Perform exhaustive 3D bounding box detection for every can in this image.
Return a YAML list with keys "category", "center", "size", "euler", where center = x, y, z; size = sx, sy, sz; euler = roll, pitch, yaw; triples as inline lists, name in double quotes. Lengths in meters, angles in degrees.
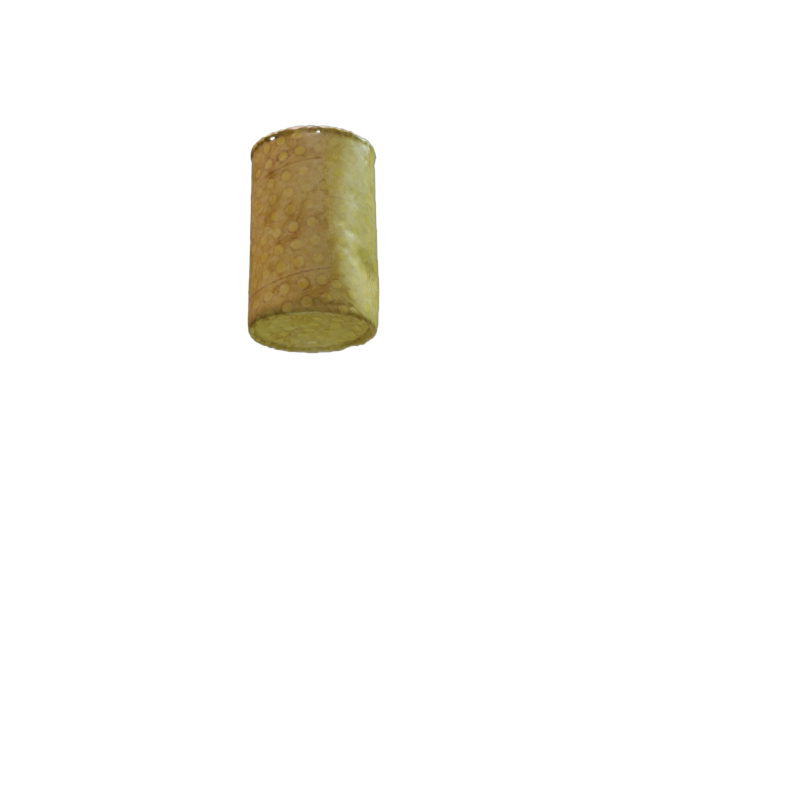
- category: "can"
  center: [-0.045, -0.083, 0.579]
  size: [0.068, 0.107, 0.065]
  euler: [0, -20, -2]
